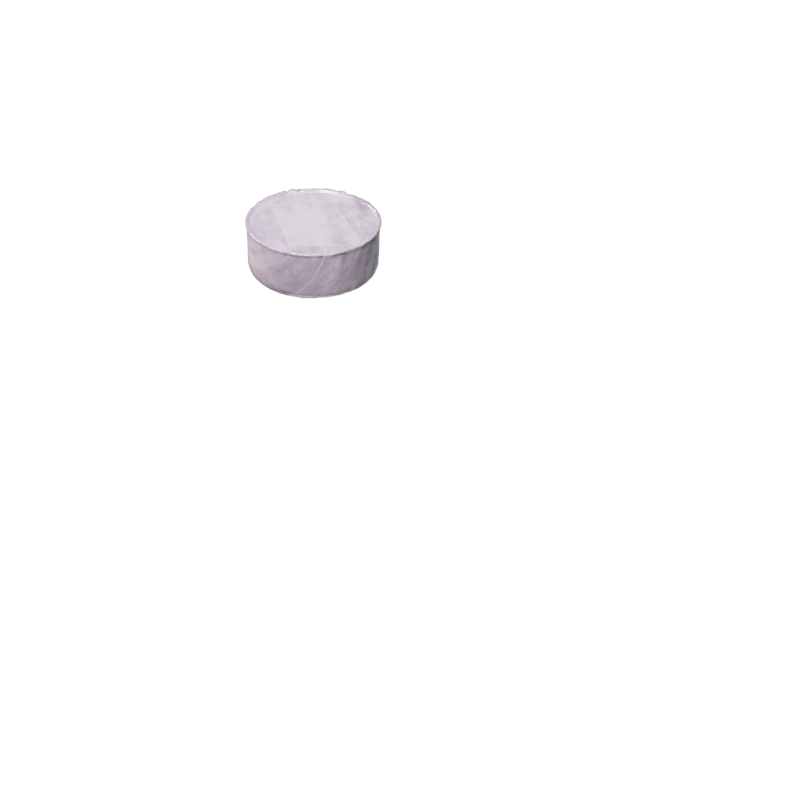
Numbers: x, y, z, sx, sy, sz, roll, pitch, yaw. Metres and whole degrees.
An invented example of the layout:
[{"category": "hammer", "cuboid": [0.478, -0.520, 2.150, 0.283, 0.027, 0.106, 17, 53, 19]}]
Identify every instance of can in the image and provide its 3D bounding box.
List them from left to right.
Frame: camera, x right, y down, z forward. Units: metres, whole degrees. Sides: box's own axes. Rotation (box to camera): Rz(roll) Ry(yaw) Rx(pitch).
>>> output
[{"category": "can", "cuboid": [-0.055, -0.101, 0.707, 0.086, 0.031, 0.092, -1, 36, -2]}]
